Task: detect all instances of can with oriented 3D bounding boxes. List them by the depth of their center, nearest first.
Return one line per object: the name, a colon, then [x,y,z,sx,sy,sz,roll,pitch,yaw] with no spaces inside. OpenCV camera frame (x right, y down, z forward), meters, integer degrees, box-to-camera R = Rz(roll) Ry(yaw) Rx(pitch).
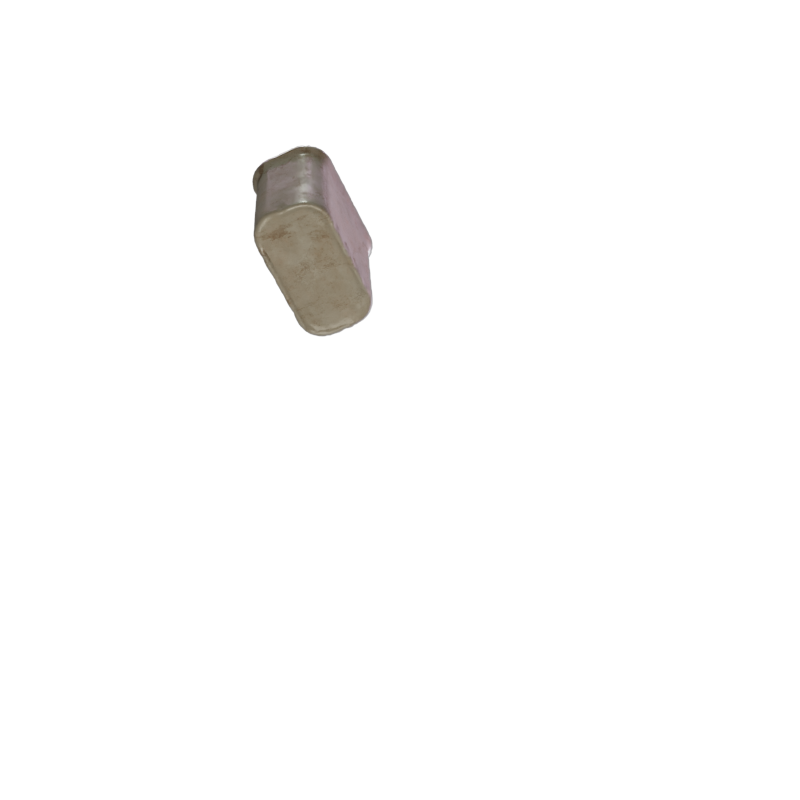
can: [-0.057,-0.105,0.733,0.058,0.095,0.089,-22,30,11]
